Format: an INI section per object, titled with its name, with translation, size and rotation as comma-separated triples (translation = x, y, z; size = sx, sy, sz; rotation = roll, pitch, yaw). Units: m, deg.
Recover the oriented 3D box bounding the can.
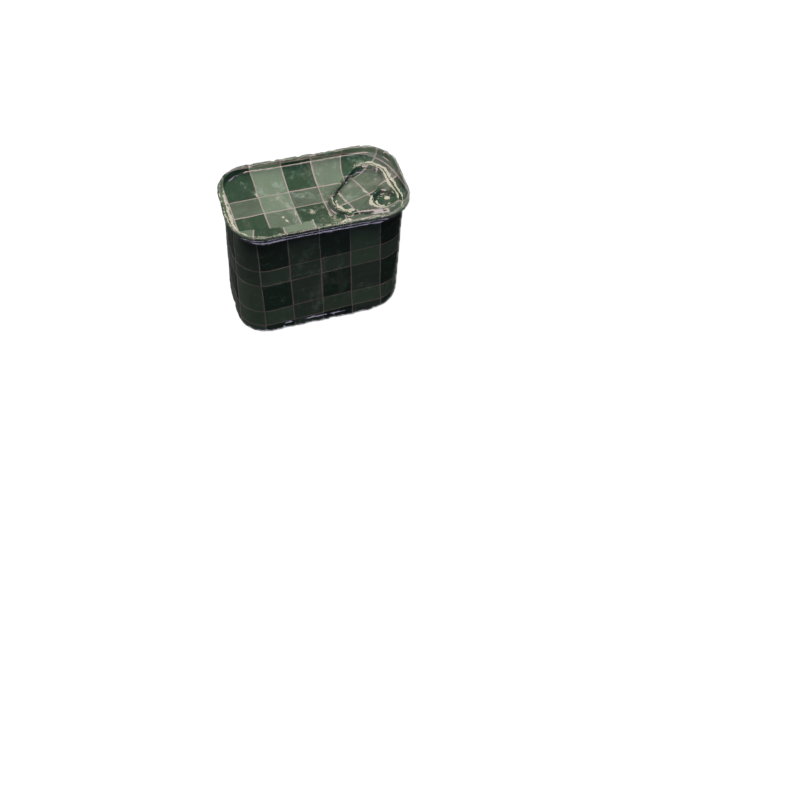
[can]
translation = -0.049, -0.090, 0.630
size = 0.101, 0.062, 0.078
rotation = -12, -37, -11
